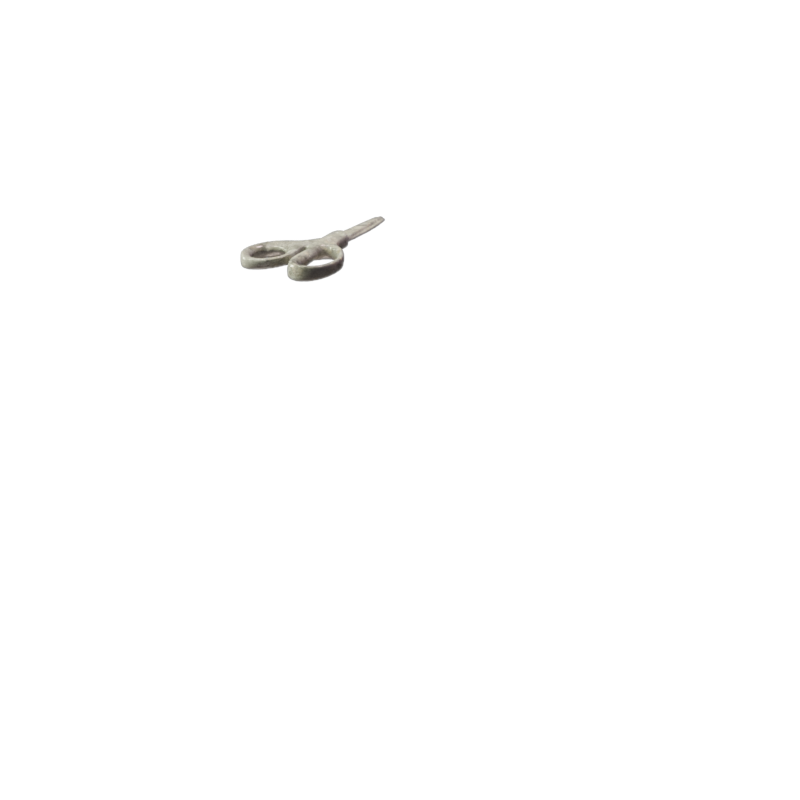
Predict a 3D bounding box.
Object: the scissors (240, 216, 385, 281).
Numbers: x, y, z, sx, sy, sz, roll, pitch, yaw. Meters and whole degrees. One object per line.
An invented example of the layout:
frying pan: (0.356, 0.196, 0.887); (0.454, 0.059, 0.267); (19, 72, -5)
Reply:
scissors: (-0.076, -0.139, 0.976); (0.098, 0.015, 0.207); (3, 22, 8)
